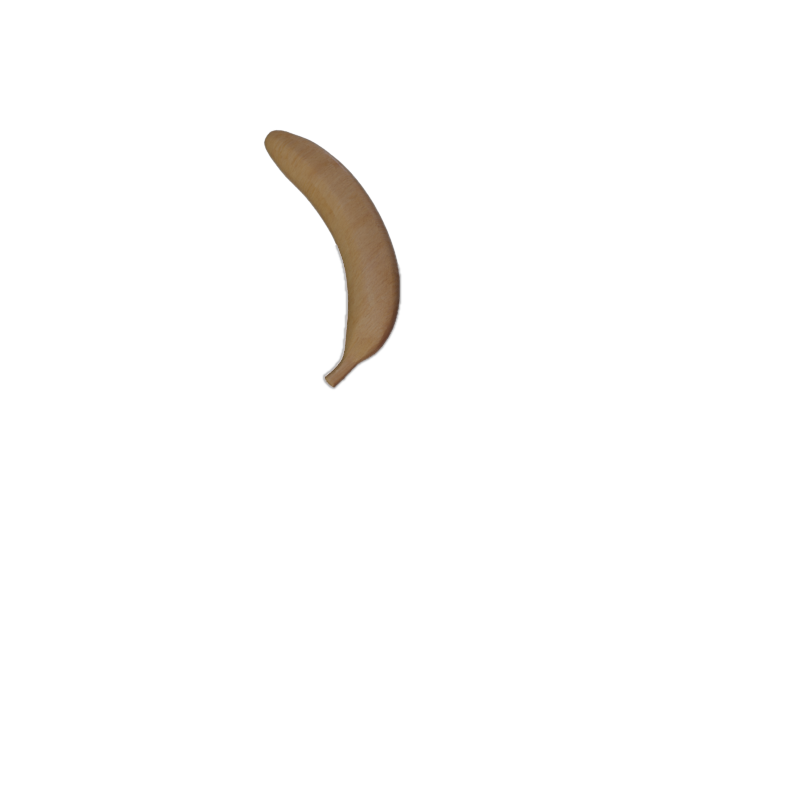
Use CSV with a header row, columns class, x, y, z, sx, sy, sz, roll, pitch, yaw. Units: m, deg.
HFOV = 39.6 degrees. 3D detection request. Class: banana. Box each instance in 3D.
class,x,y,z,sx,sy,sz,roll,pitch,yaw
banana,-0.042,-0.111,0.777,0.069,0.209,0.035,-13,-22,-6
